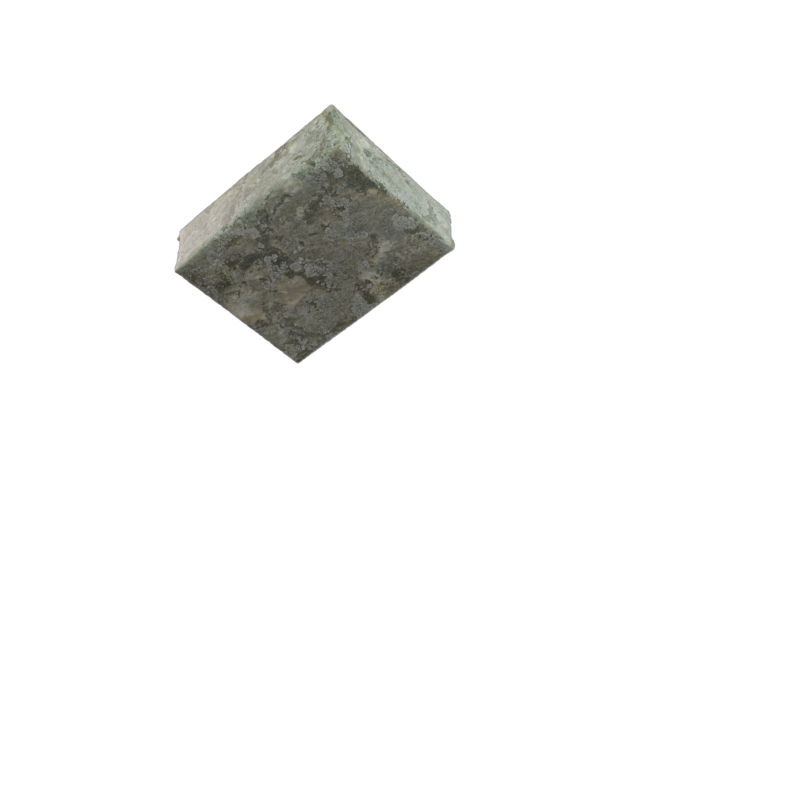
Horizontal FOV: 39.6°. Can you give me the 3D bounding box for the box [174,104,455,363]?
[{"bbox_3d":[-0.044,-0.080,0.558,0.113,0.042,0.084,-34,-55,26],"label":"box"}]
